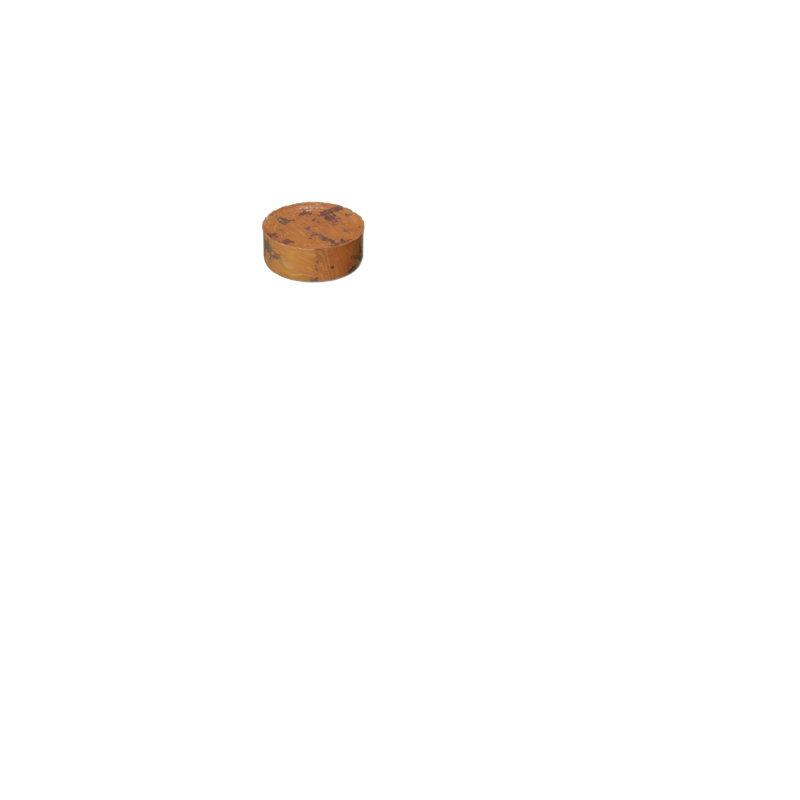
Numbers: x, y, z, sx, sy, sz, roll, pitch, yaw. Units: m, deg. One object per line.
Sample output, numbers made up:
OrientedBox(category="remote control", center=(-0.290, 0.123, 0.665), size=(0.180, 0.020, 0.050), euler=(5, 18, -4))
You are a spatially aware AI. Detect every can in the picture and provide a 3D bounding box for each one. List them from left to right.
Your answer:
OrientedBox(category="can", center=(-0.073, -0.133, 0.931), size=(0.086, 0.031, 0.092), euler=(-1, 34, -2))
